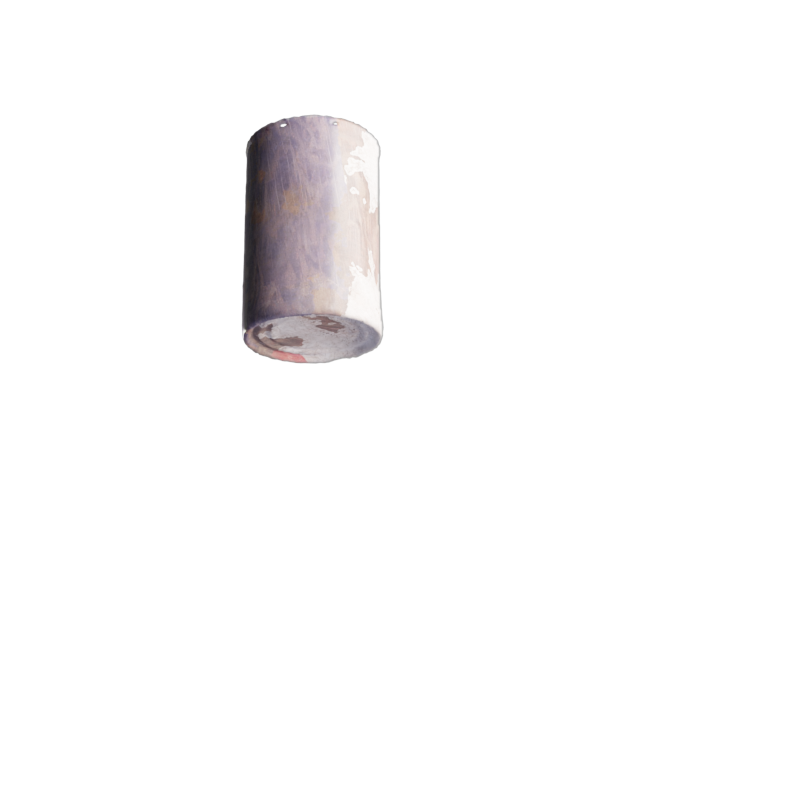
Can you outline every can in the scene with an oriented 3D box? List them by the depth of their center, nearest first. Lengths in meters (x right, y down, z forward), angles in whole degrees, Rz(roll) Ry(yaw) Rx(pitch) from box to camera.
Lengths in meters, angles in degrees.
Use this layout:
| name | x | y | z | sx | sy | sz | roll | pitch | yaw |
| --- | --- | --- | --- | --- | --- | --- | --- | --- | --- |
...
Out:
| name | x | y | z | sx | sy | sz | roll | pitch | yaw |
| --- | --- | --- | --- | --- | --- | --- | --- | --- | --- |
| can | -0.042 | -0.076 | 0.536 | 0.068 | 0.108 | 0.065 | 0 | -23 | -2 |
